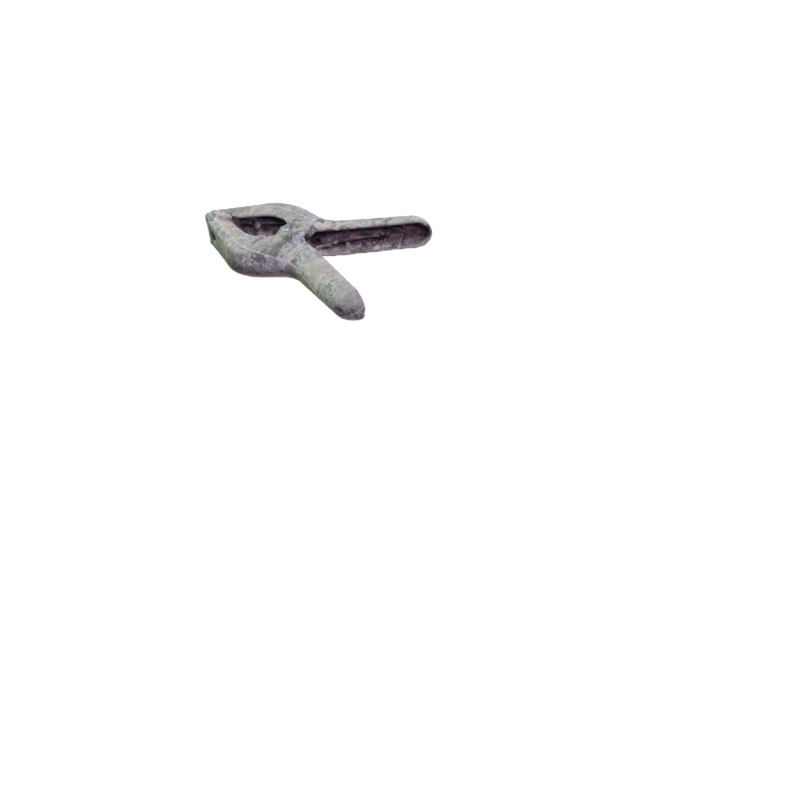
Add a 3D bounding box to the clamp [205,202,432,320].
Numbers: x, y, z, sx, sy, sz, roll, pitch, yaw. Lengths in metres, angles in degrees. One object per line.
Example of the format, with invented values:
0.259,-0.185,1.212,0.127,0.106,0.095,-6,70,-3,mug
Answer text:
-0.065,-0.119,0.831,0.181,0.037,0.121,24,41,30,clamp
